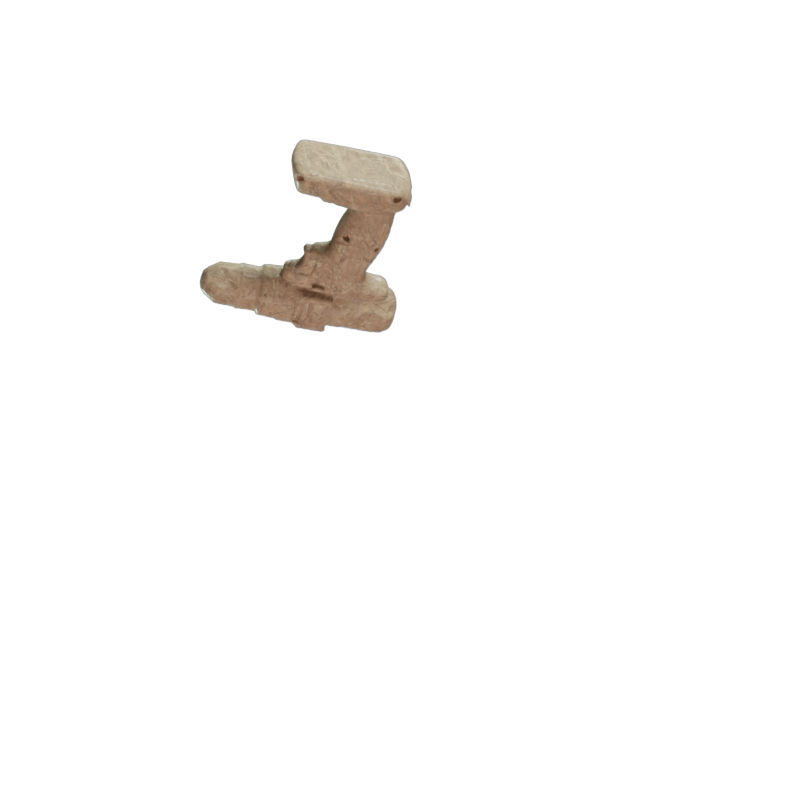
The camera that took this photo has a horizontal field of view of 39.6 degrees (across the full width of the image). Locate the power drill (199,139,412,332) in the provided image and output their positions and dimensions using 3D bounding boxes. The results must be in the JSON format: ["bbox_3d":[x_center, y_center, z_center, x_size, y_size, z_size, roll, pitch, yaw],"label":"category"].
[{"bbox_3d":[-0.078,-0.141,0.990,0.182,0.062,0.177,9,-44,-10],"label":"power drill"}]
